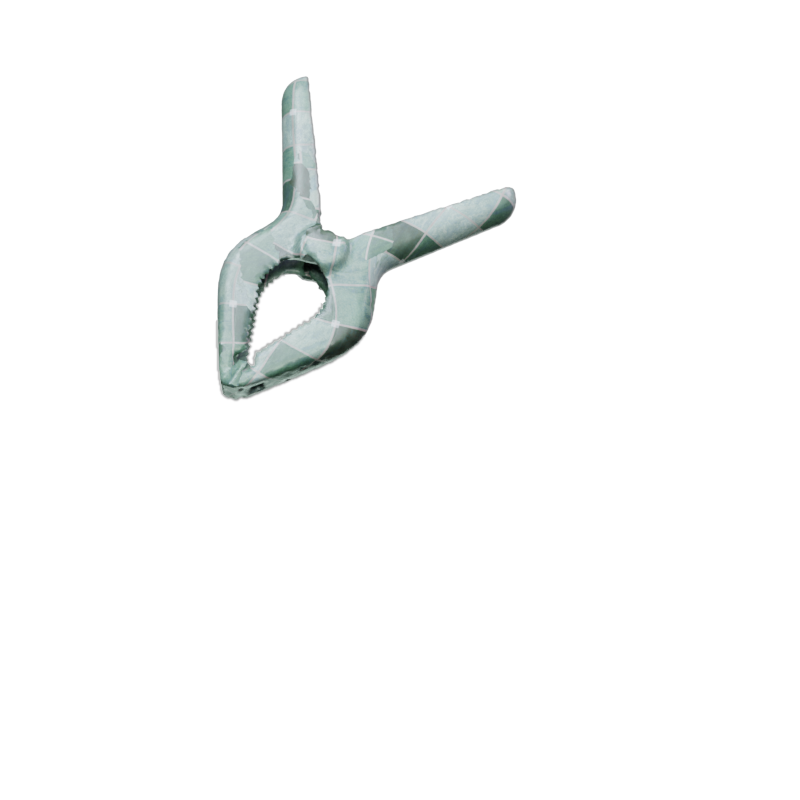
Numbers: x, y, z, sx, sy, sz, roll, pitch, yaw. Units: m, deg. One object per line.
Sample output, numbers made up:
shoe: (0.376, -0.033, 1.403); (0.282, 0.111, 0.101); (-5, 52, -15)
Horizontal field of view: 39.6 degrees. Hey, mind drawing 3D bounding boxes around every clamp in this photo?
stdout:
clamp: (-0.053, -0.096, 0.671); (0.171, 0.214, 0.034); (35, -20, 15)
